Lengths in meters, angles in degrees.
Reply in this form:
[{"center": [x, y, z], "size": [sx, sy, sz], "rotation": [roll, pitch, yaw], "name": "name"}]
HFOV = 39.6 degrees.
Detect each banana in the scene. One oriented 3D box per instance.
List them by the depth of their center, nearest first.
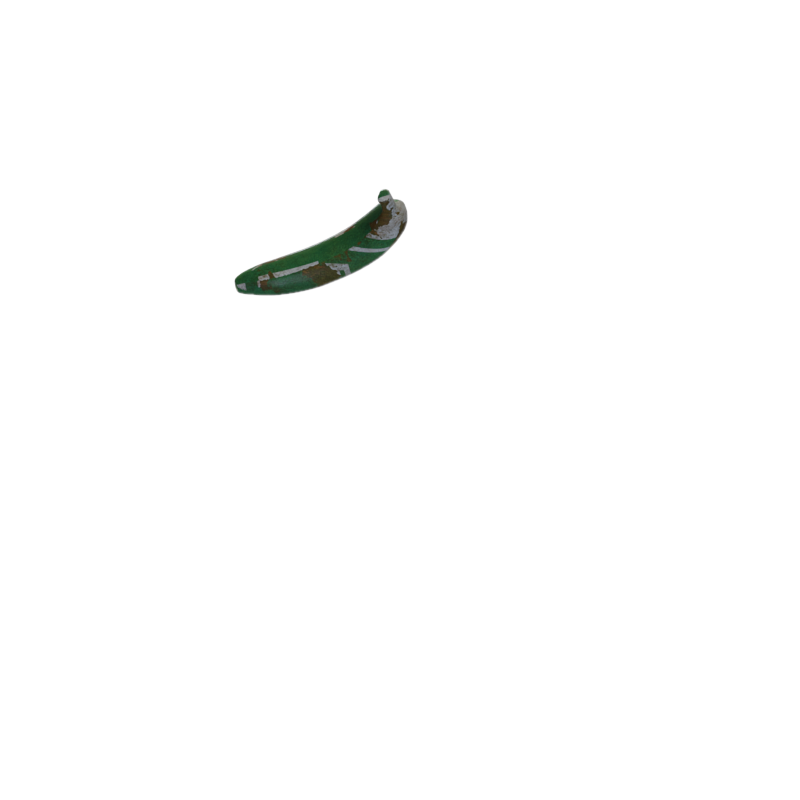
[{"center": [-0.059, -0.132, 0.961], "size": [0.197, 0.039, 0.065], "rotation": [-26, -38, 38], "name": "banana"}]
